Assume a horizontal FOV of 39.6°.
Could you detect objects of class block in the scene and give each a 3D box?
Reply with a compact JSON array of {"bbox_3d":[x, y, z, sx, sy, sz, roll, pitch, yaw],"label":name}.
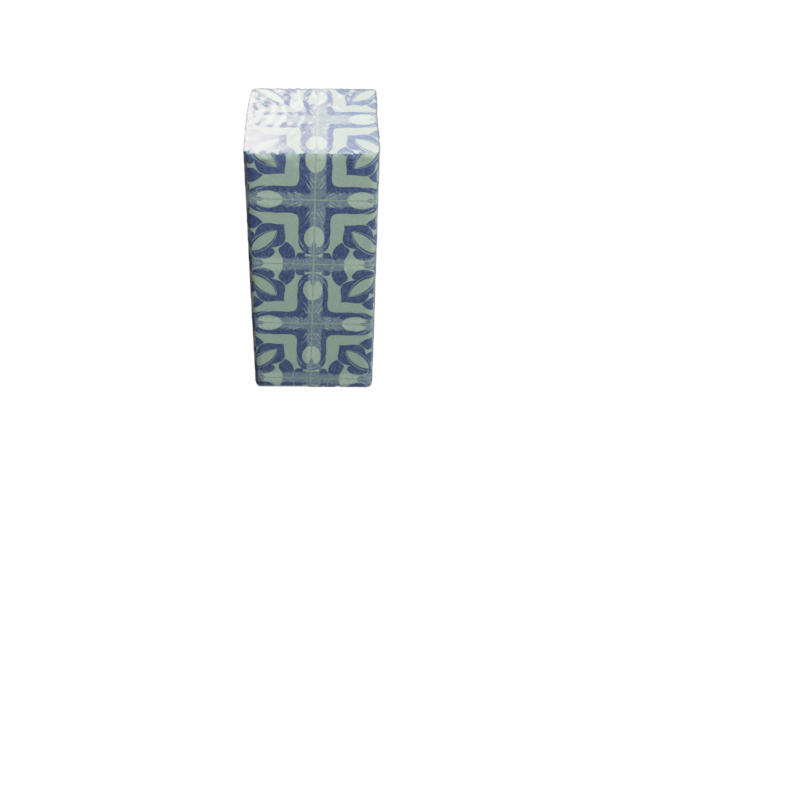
[{"bbox_3d":[-0.063,-0.115,0.805,0.090,0.192,0.097,1,39,-2],"label":"block"}]
